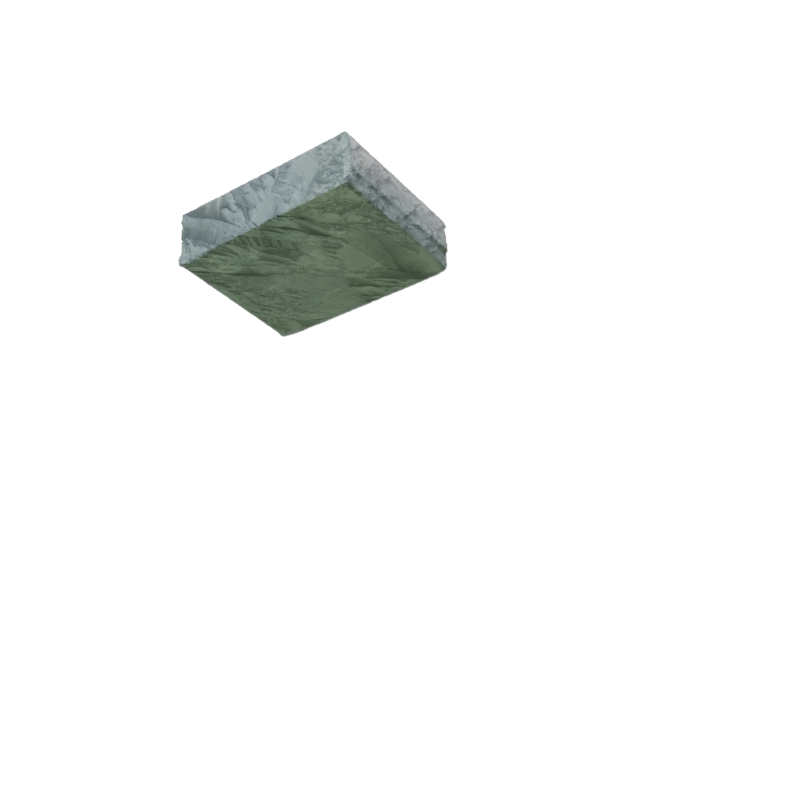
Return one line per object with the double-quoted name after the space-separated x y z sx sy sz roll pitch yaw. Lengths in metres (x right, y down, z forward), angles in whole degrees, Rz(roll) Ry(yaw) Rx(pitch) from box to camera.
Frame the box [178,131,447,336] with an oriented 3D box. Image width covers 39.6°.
-0.046 -0.083 0.582 0.114 0.042 0.083 -22 -40 28 "box"
